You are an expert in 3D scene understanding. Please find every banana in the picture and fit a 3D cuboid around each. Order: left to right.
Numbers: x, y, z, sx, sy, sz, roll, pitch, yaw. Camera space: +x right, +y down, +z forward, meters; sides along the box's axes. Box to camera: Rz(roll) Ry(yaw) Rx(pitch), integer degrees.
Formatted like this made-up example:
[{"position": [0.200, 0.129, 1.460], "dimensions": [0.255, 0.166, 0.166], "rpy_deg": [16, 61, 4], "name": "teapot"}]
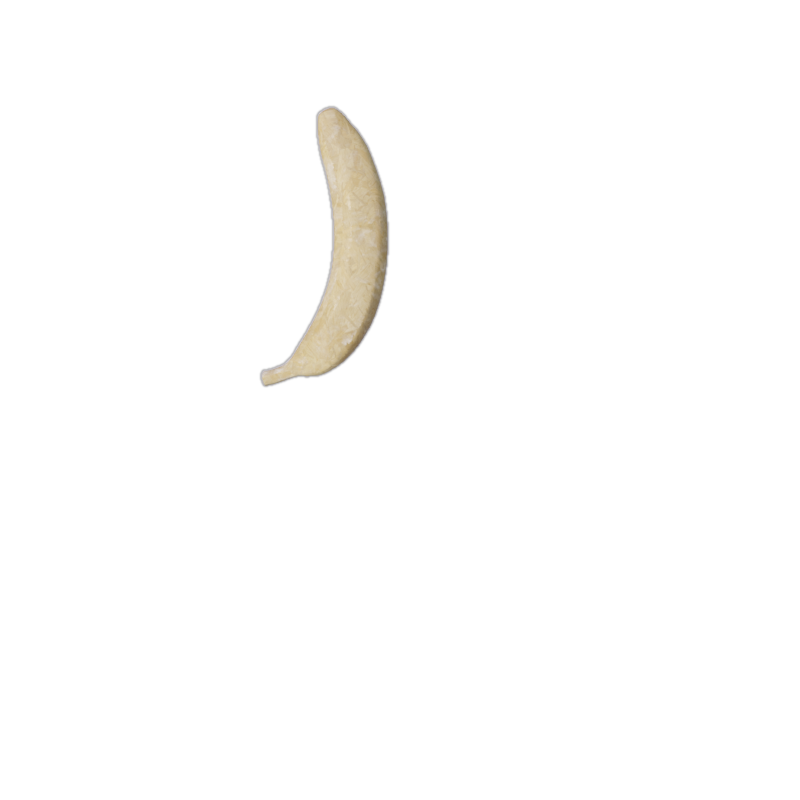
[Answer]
[{"position": [-0.042, -0.100, 0.754], "dimensions": [0.070, 0.200, 0.036], "rpy_deg": [12, -6, 0], "name": "banana"}]
